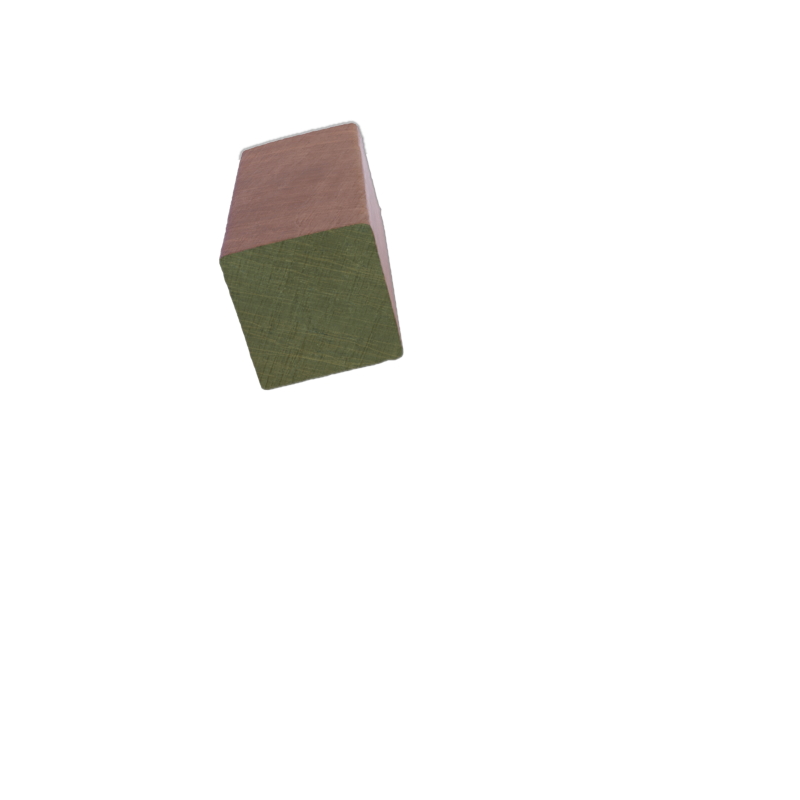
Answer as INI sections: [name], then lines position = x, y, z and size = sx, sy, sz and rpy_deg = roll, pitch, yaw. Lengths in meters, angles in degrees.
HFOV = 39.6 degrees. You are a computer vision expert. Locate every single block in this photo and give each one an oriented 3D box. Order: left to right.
[block]
position = -0.056, -0.104, 0.728
size = 0.090, 0.085, 0.218
rpy_deg = -14, 27, 3
